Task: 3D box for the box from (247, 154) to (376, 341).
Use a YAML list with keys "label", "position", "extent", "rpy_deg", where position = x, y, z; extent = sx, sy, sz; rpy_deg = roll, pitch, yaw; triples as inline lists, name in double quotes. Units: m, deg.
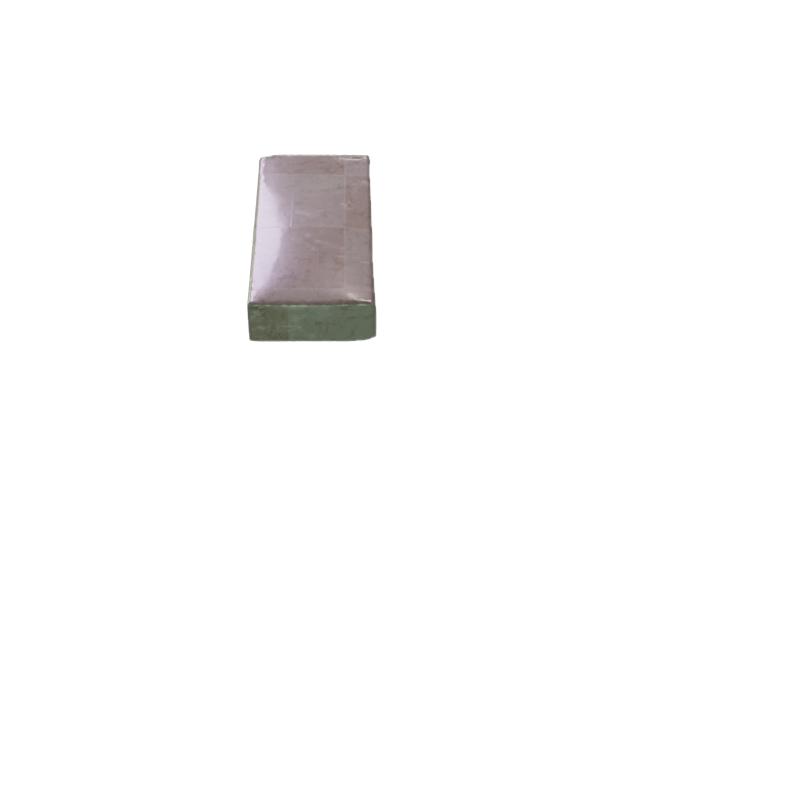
- label: "box"
  position: [-0.067, -0.122, 0.854]
  extent: [0.093, 0.189, 0.045]
  rpy_deg: [-2, -42, -2]
